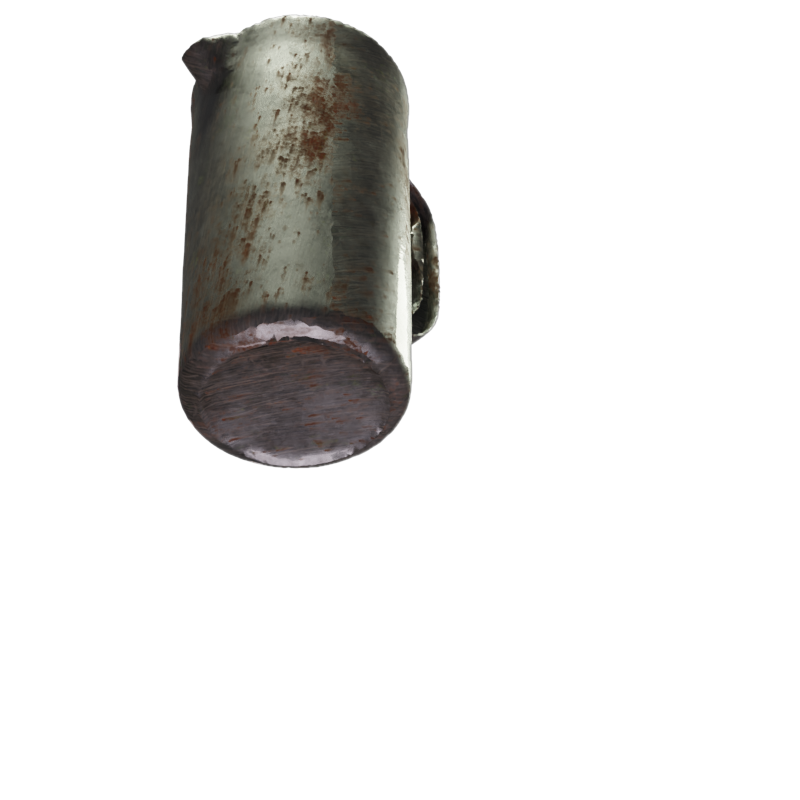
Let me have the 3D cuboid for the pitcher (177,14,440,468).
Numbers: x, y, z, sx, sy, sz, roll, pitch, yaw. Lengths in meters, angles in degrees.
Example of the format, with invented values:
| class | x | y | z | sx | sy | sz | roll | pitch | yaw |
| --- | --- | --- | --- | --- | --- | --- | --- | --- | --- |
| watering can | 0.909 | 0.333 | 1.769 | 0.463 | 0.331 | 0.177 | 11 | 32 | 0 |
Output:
| class | x | y | z | sx | sy | sz | roll | pitch | yaw |
| --- | --- | --- | --- | --- | --- | --- | --- | --- | --- |
| pitcher | -0.047 | -0.085 | 0.596 | 0.149 | 0.261 | 0.135 | -2 | -44 | -1 |
